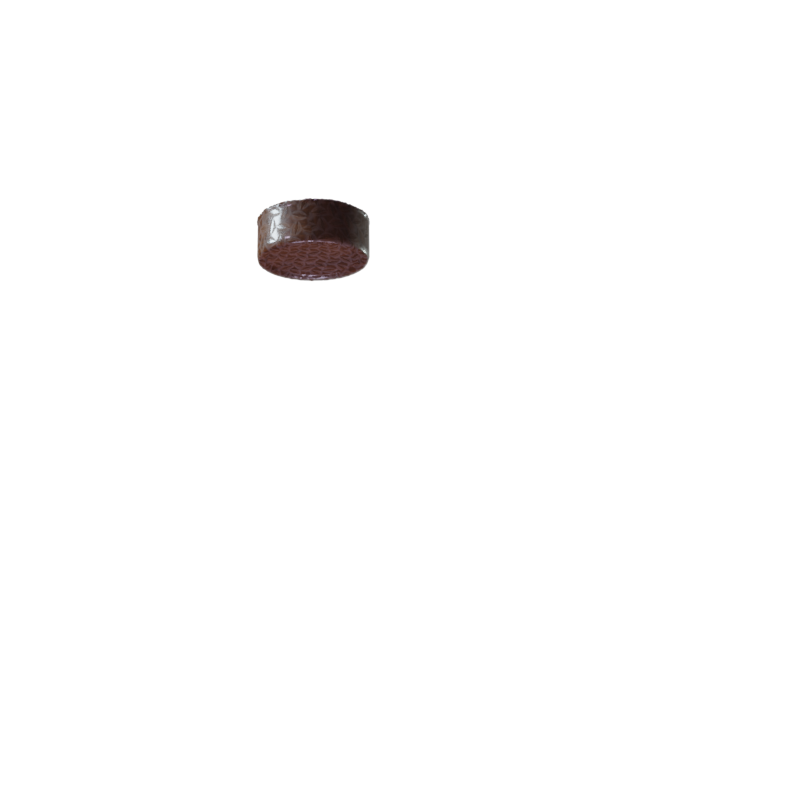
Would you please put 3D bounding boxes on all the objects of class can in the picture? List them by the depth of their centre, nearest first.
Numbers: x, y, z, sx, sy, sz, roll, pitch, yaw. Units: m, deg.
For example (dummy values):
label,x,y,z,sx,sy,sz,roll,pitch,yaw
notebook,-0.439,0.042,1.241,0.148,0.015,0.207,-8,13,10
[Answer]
label,x,y,z,sx,sy,sz,roll,pitch,yaw
can,-0.066,-0.119,0.837,0.086,0.035,0.082,0,-16,-2
